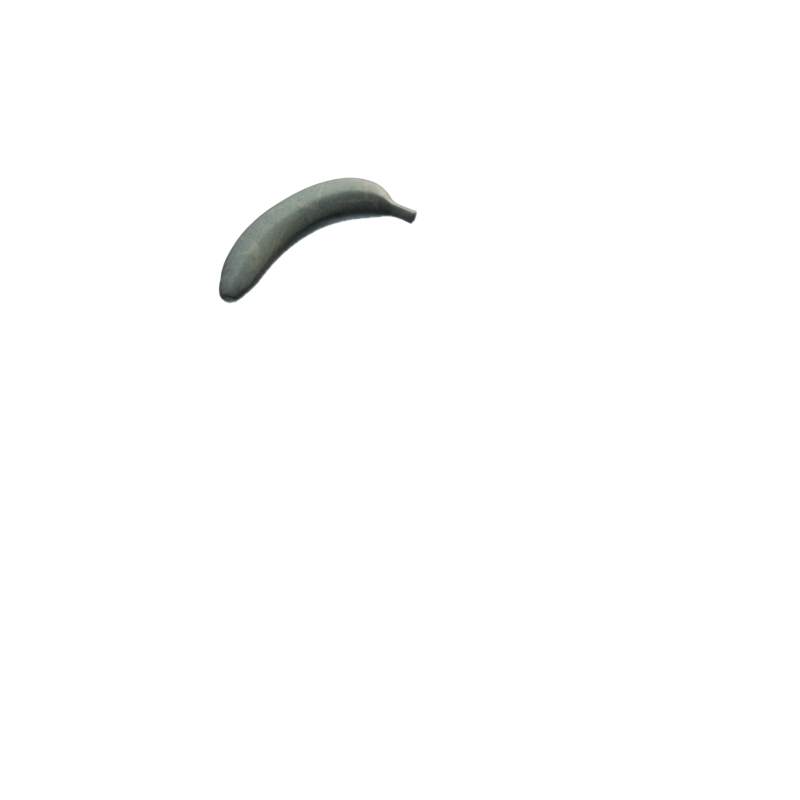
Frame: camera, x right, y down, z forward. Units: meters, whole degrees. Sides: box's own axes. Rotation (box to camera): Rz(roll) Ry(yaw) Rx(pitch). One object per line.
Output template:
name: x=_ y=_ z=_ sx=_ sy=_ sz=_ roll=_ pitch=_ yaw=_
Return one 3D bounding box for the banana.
banana: x=-0.081 y=-0.146 z=0.943 sx=0.197 sy=0.034 sz=0.075 roll=-29 pitch=53 yaw=-25
